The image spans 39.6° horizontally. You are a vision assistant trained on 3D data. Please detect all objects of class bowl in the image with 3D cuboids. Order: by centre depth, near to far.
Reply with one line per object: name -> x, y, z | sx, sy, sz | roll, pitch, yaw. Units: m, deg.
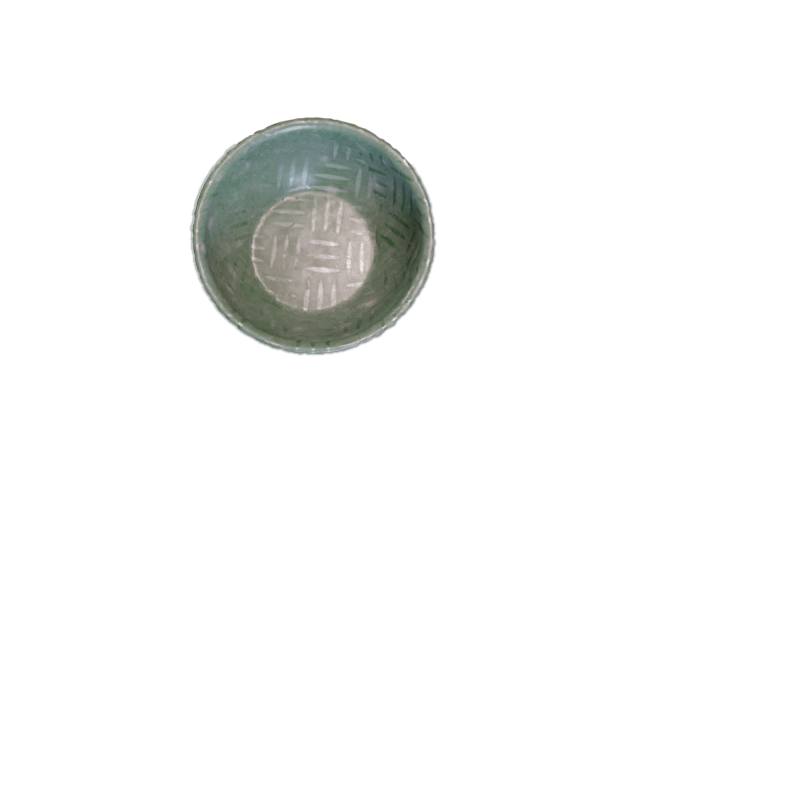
bowl -> -0.059, -0.108, 0.757 | 0.162, 0.167, 0.053 | 0, -12, -1
